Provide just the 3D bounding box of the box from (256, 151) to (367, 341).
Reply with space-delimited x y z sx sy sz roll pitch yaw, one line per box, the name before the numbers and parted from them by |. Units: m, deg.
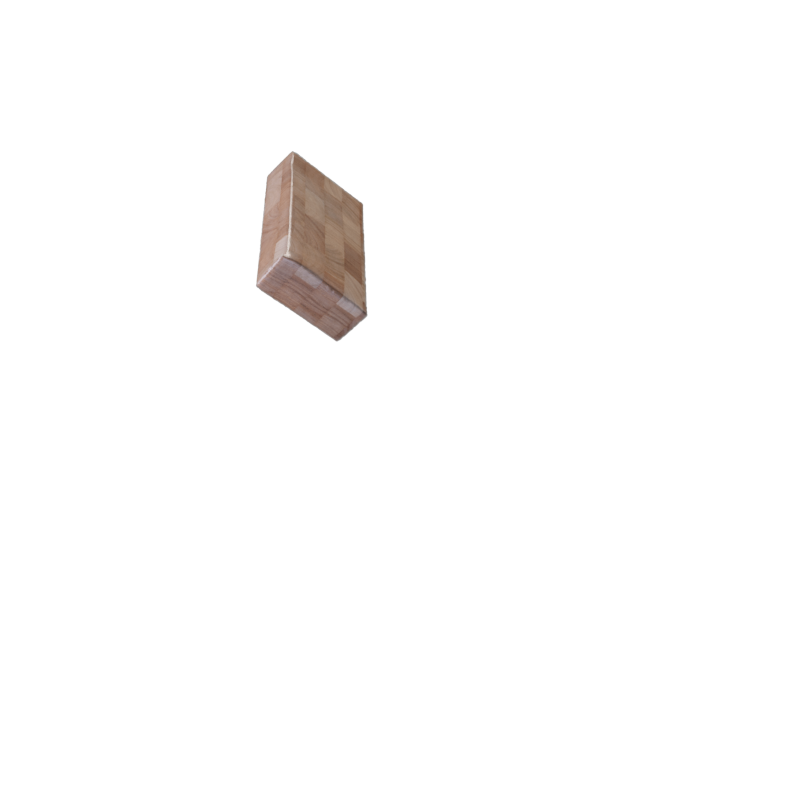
box | -0.077 -0.140 0.985 0.089 0.047 0.189 34 28 -25
